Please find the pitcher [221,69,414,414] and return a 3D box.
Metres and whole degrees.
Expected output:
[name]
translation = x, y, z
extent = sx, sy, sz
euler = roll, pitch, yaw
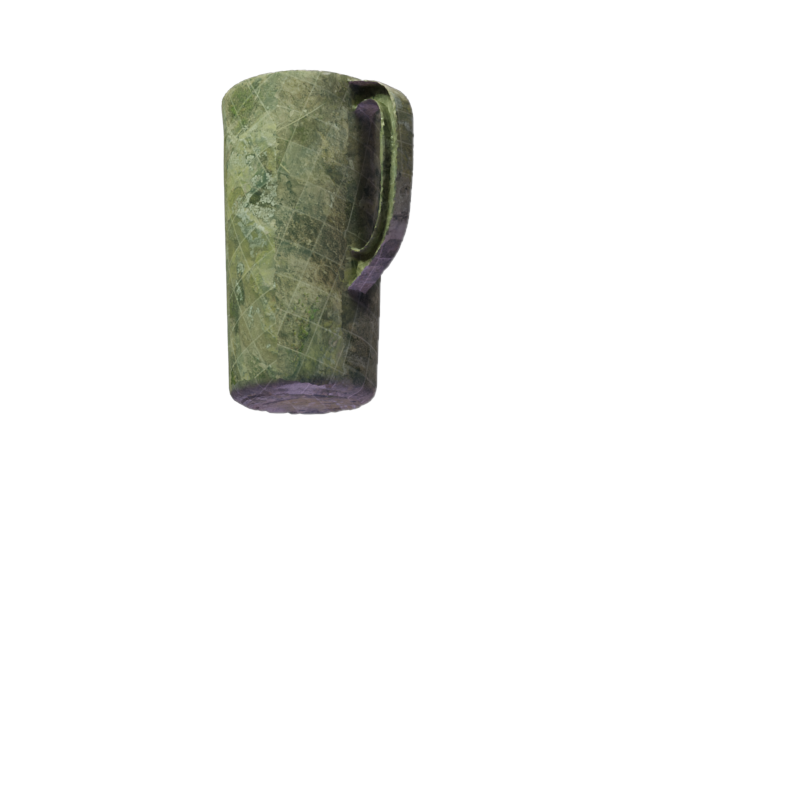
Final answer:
[pitcher]
translation = -0.065, -0.119, 0.832
extent = 0.145, 0.253, 0.144
euler = 0, -16, -2
